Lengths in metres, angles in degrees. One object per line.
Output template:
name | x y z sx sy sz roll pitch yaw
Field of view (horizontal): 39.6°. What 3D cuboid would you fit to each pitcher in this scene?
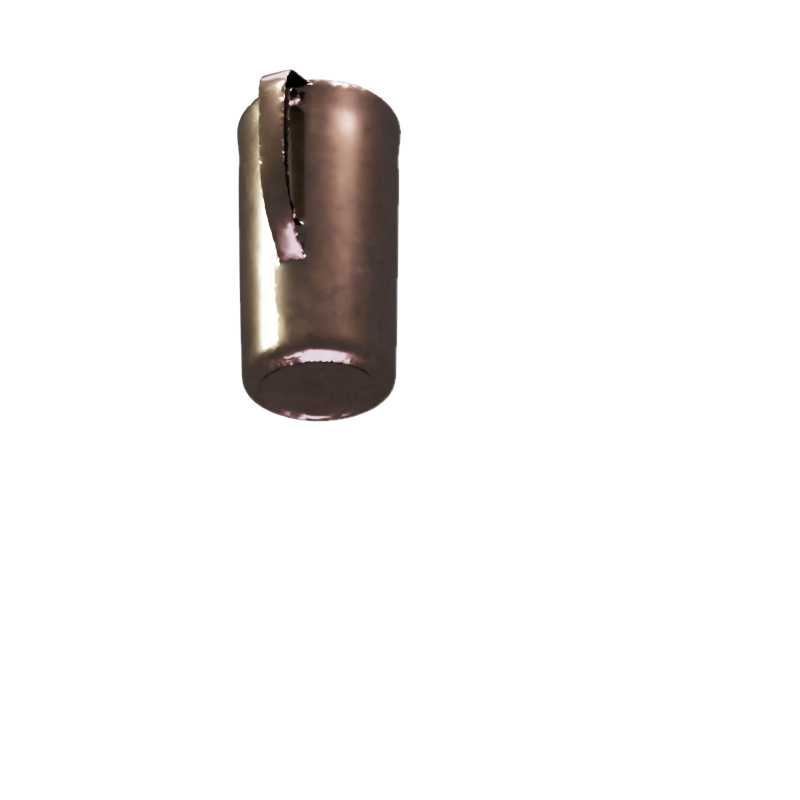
pitcher | -0.065 -0.118 0.828 0.143 0.260 0.141 15 -37 -25
